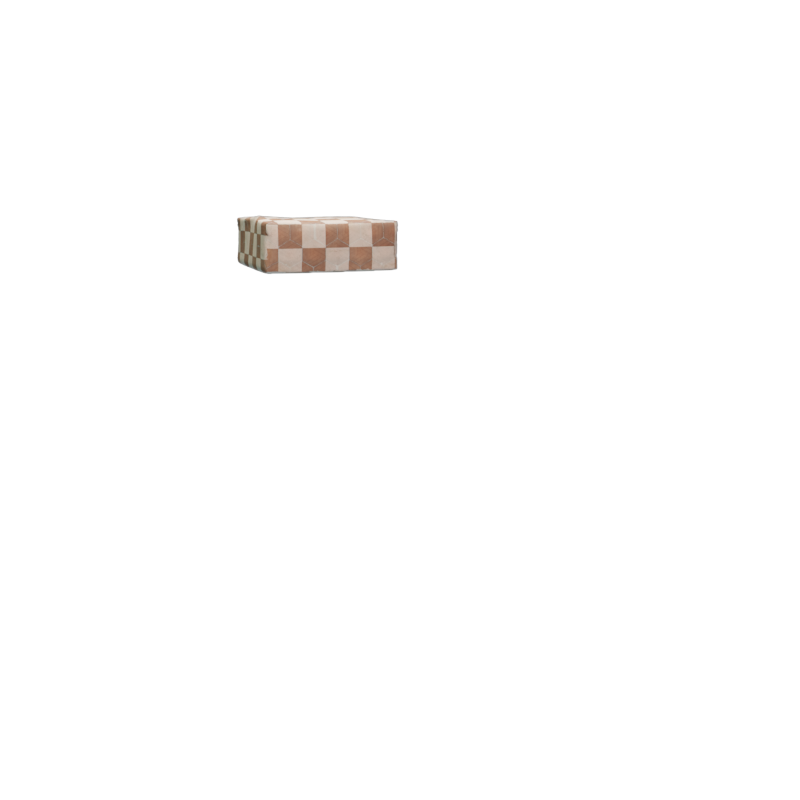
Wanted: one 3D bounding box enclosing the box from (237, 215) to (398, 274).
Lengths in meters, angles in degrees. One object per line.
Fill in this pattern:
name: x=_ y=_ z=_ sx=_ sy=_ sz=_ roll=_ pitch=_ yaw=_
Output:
box: x=-0.049 y=-0.089 z=0.626 sx=0.072 sy=0.030 sz=0.092 roll=-3 pitch=11 yaw=-16
